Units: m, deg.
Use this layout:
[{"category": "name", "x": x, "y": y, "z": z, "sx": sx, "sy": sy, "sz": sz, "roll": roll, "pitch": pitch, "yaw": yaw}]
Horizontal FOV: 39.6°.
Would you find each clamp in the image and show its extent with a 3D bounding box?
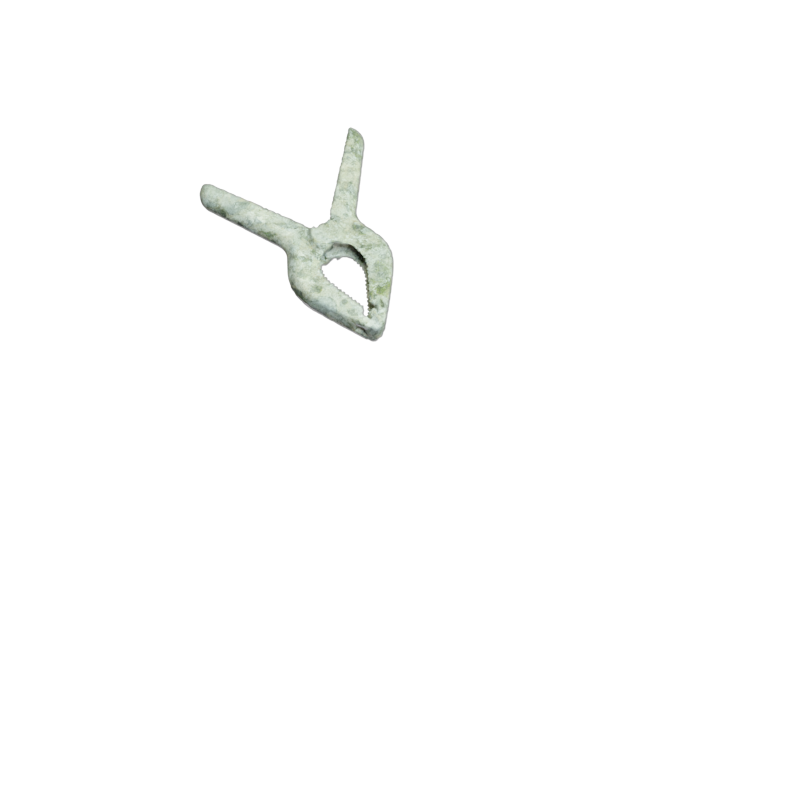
[{"category": "clamp", "x": -0.078, "y": -0.141, "z": 0.990, "sx": 0.163, "sy": 0.224, "sz": 0.034, "roll": -18, "pitch": -27, "yaw": -10}]
